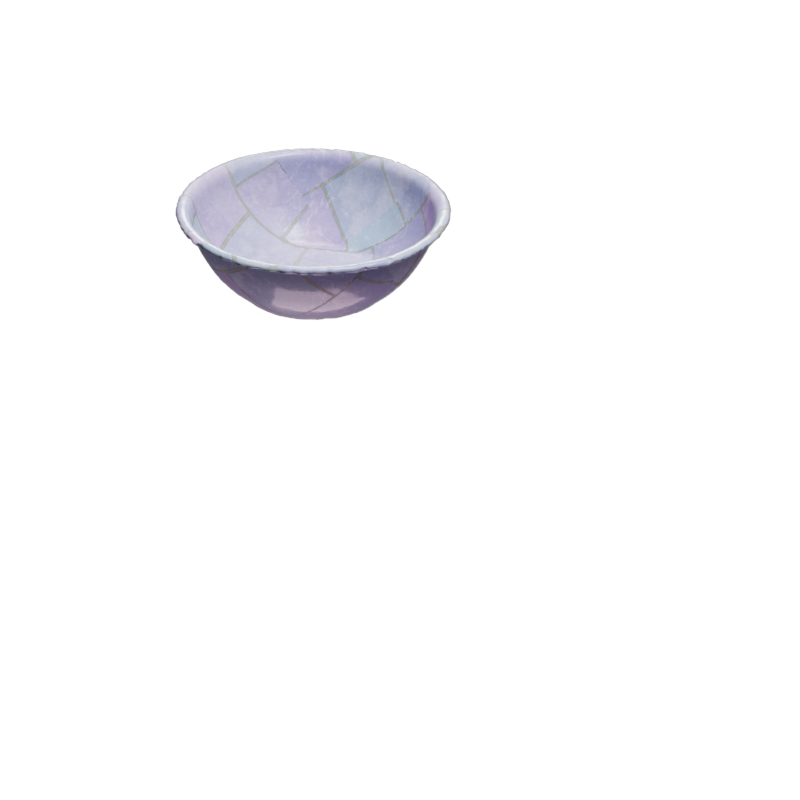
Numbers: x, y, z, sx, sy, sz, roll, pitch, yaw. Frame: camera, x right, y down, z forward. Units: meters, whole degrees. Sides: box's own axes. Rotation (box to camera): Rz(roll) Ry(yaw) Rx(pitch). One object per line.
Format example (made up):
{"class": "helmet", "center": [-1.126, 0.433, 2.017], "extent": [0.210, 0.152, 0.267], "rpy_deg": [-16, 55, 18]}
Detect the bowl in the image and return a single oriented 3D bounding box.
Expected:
{"class": "bowl", "center": [-0.052, -0.095, 0.666], "extent": [0.162, 0.052, 0.173], "rpy_deg": [-1, 35, -2]}
